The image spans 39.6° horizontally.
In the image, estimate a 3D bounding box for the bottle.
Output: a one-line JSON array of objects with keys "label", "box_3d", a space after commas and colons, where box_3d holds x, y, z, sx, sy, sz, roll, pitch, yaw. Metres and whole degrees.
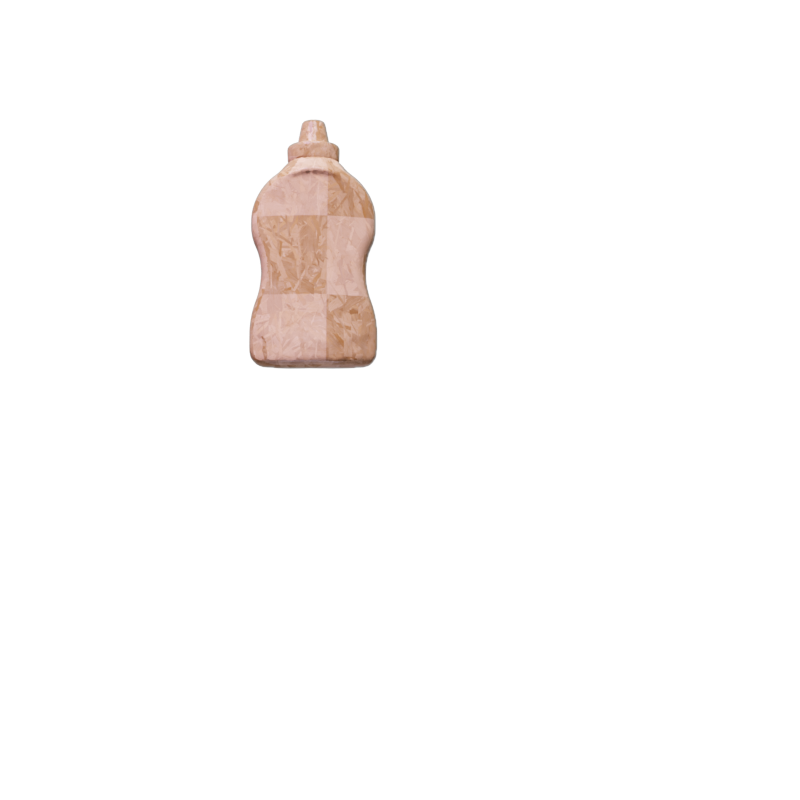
[{"label": "bottle", "box_3d": [-0.067, -0.122, 0.853, 0.096, 0.197, 0.057, -1, -10, 0]}]
